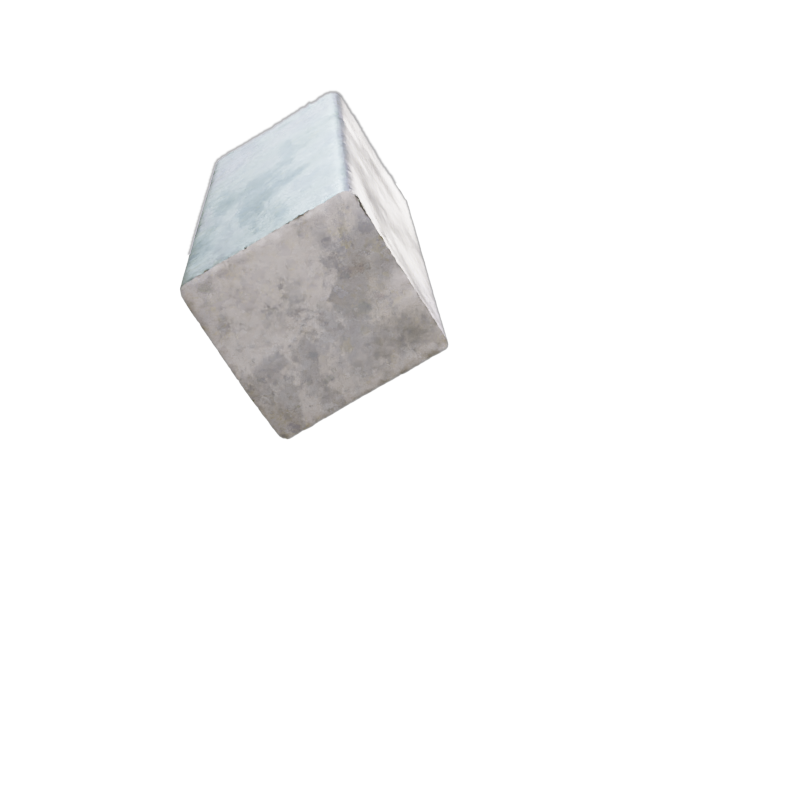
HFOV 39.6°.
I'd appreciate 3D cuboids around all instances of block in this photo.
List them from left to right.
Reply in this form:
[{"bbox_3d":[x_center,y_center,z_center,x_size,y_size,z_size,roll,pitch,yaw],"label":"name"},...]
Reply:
[{"bbox_3d":[-0.046,-0.083,0.580,0.091,0.086,0.217,-30,24,10],"label":"block"}]
